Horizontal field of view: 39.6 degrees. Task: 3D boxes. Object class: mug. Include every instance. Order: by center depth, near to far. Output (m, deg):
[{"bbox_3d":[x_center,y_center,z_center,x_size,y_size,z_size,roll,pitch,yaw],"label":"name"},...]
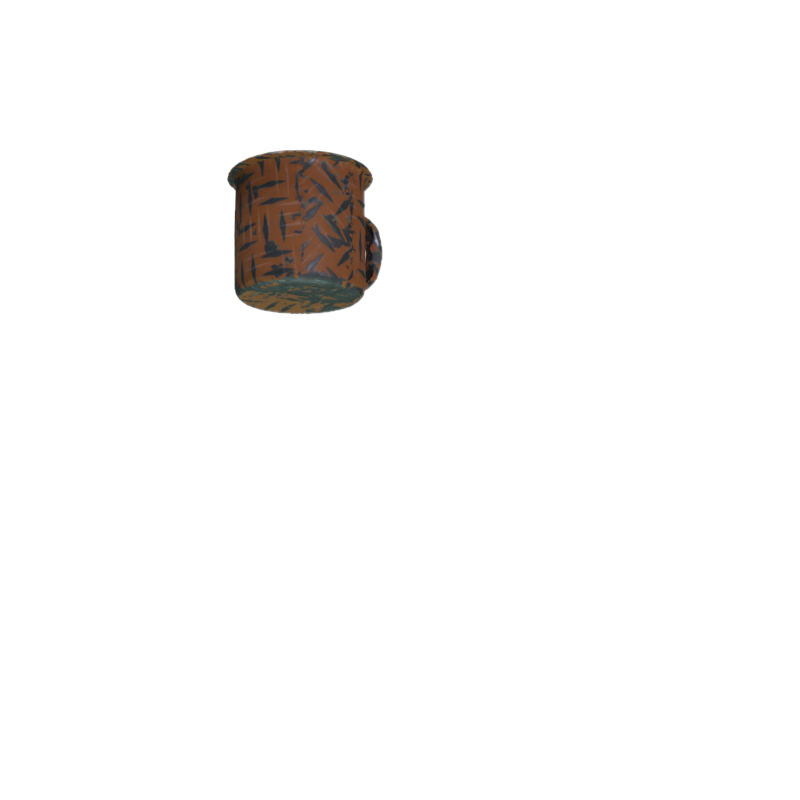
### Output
[{"bbox_3d":[-0.055,-0.101,0.706,0.095,0.085,0.111,-13,-18,40],"label":"mug"}]
